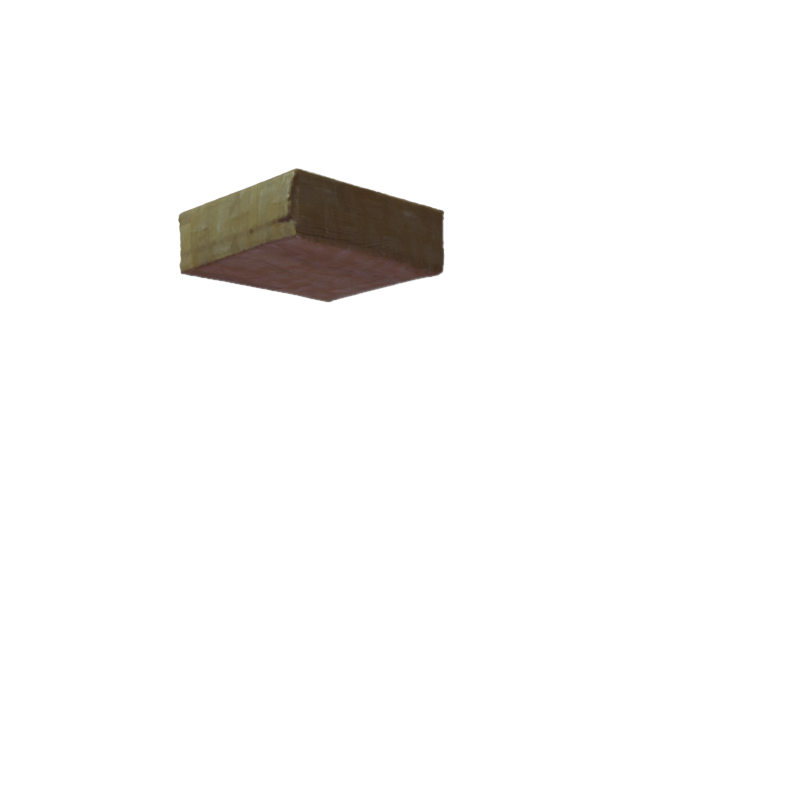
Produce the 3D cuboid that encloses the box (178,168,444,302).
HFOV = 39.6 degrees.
[{"bbox_3d":[-0.045,-0.082,0.578,0.092,0.040,0.107,-10,-14,43],"label":"box"}]
